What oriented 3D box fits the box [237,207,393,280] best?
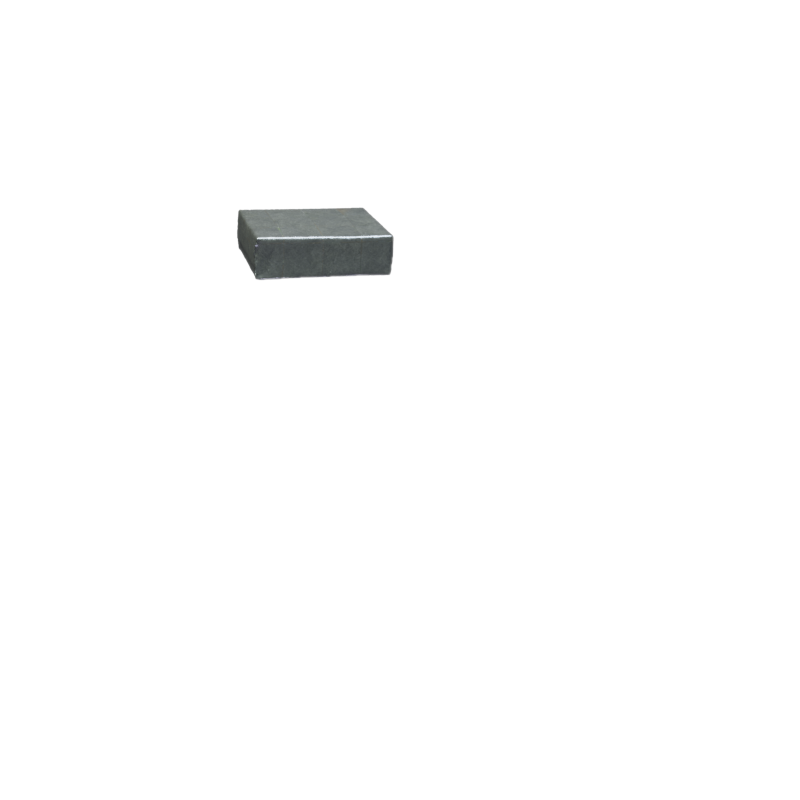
[{"bbox_3d":[-0.071,-0.129,0.902,0.112,0.037,0.095,-5,22,-14],"label":"box"}]
